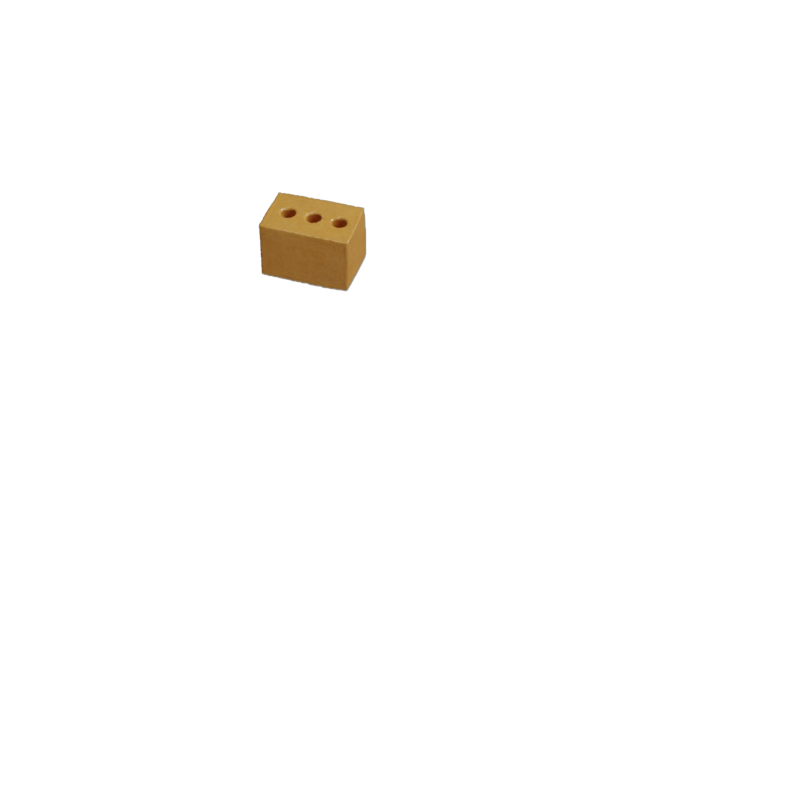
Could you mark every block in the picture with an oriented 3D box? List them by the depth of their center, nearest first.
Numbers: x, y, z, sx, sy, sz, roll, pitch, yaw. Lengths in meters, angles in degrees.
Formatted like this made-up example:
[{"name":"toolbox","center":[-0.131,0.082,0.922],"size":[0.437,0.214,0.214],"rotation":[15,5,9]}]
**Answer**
[{"name":"block","center":[-0.072,-0.131,0.915],"size":[0.080,0.048,0.055],"rotation":[12,42,12]}]
